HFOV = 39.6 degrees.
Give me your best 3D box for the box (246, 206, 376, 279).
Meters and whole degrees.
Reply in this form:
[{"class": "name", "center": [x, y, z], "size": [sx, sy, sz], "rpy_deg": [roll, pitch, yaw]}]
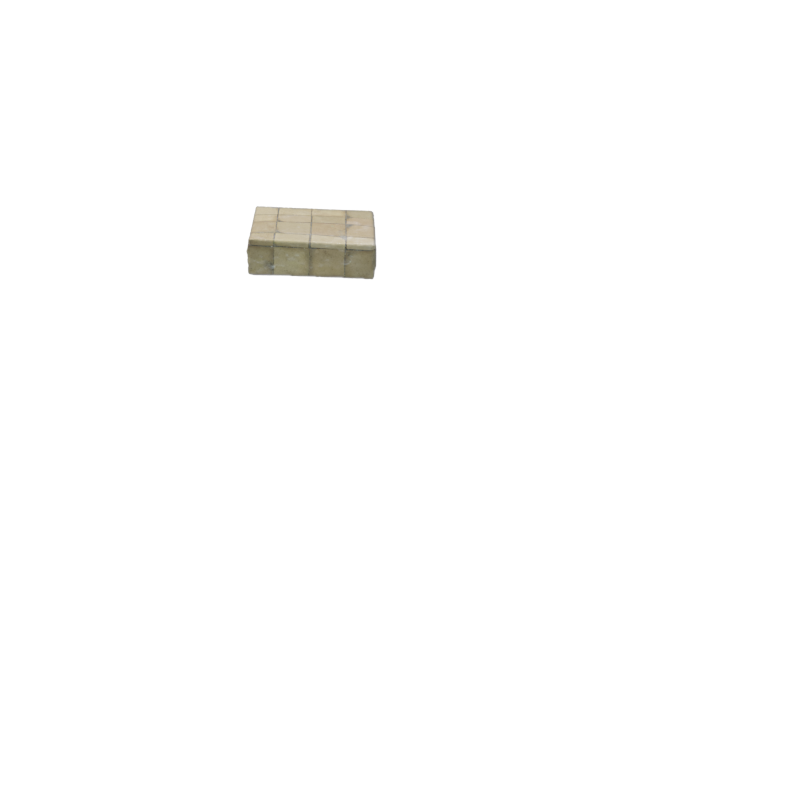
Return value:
[{"class": "box", "center": [-0.078, -0.142, 0.996], "size": [0.113, 0.037, 0.094], "rpy_deg": [0, 25, 0]}]
